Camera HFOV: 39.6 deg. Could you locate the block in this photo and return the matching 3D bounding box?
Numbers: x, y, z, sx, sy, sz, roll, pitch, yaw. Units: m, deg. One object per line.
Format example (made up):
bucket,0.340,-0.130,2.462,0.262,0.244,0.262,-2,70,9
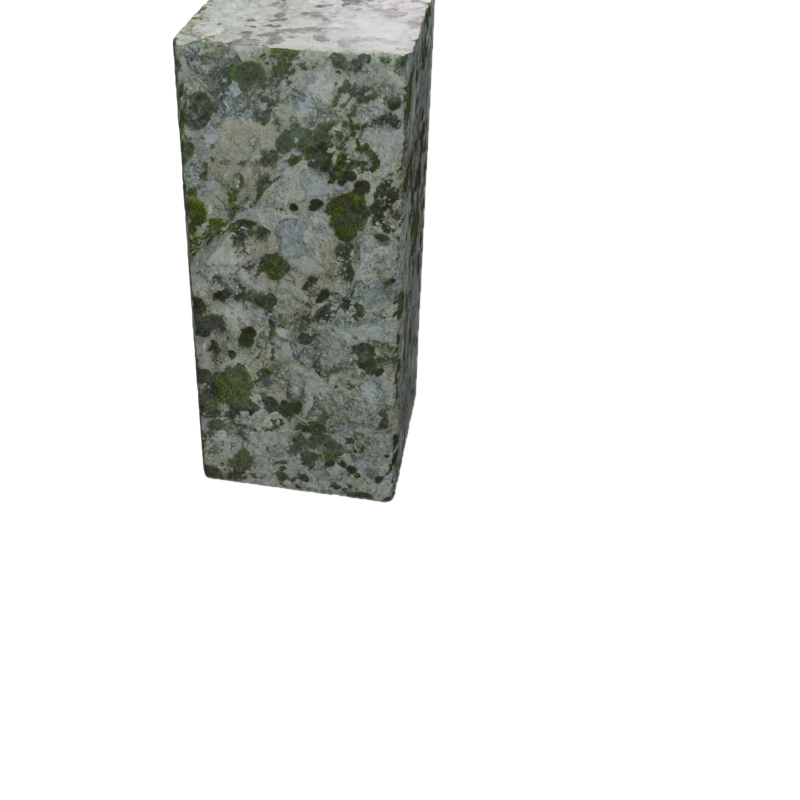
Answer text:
block,-0.038,-0.069,0.482,0.092,0.194,0.095,7,32,7
